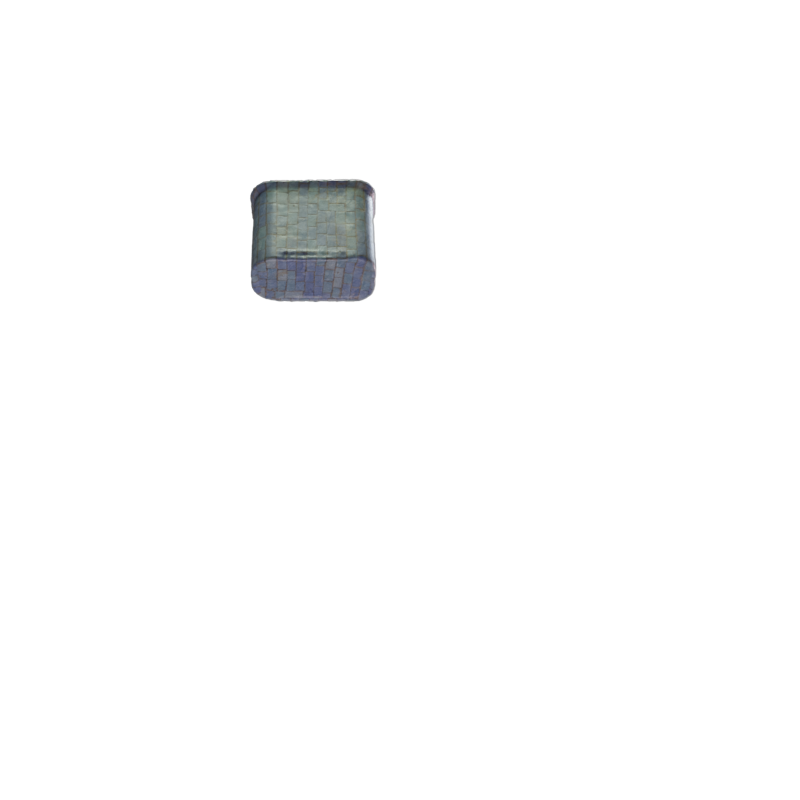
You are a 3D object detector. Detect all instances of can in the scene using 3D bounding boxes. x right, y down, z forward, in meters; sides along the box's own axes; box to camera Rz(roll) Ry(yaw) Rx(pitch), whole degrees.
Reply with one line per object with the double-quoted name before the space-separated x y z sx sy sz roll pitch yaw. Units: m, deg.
"can" -0.069 -0.125 0.877 0.102 0.090 0.053 -1 -38 -1
